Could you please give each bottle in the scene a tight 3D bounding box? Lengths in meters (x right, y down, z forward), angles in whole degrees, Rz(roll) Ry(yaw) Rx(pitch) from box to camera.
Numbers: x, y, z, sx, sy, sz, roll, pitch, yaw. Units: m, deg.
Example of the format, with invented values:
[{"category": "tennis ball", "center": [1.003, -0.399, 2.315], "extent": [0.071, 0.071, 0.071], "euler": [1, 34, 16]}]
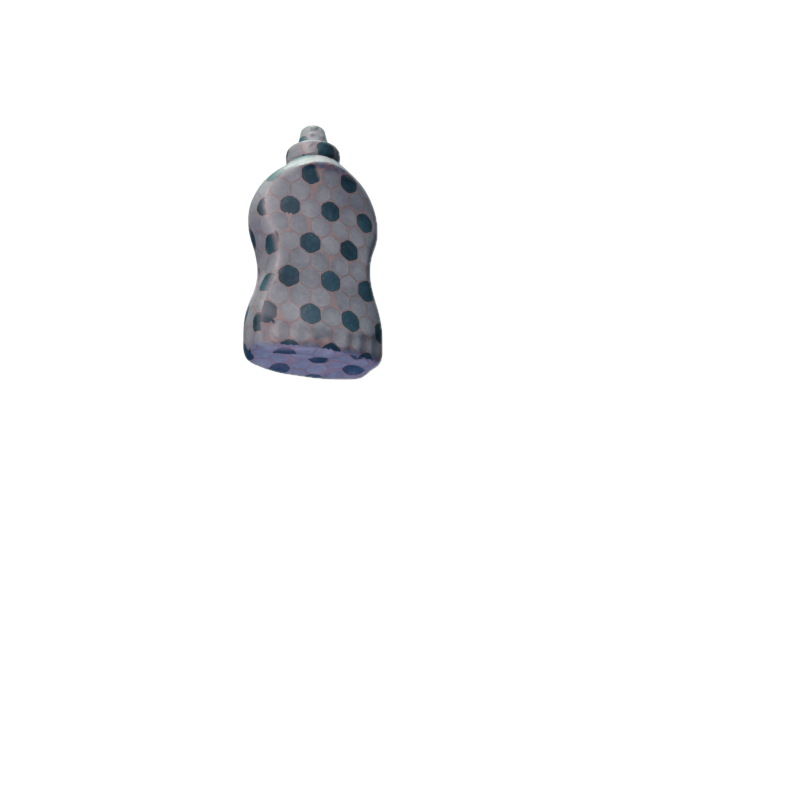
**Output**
[{"category": "bottle", "center": [-0.063, -0.115, 0.805], "extent": [0.093, 0.203, 0.057], "euler": [8, -27, -21]}]
